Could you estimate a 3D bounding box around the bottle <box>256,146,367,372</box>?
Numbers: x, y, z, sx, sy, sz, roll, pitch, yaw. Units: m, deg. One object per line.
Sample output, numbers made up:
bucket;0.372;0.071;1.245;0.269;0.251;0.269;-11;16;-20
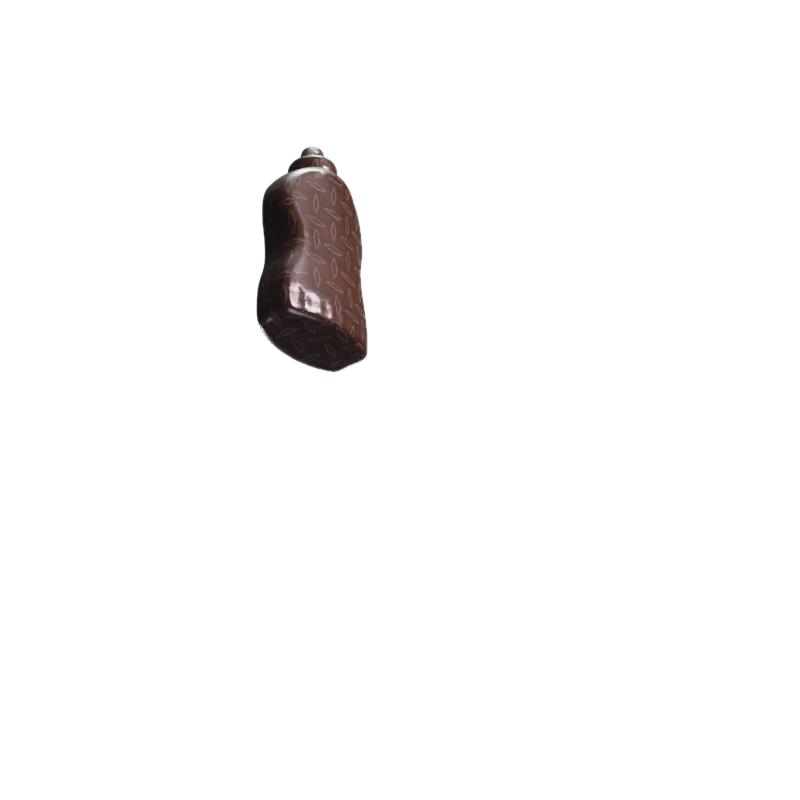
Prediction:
bottle;-0.068;-0.124;0.869;0.058;0.205;0.090;-28;-43;31
